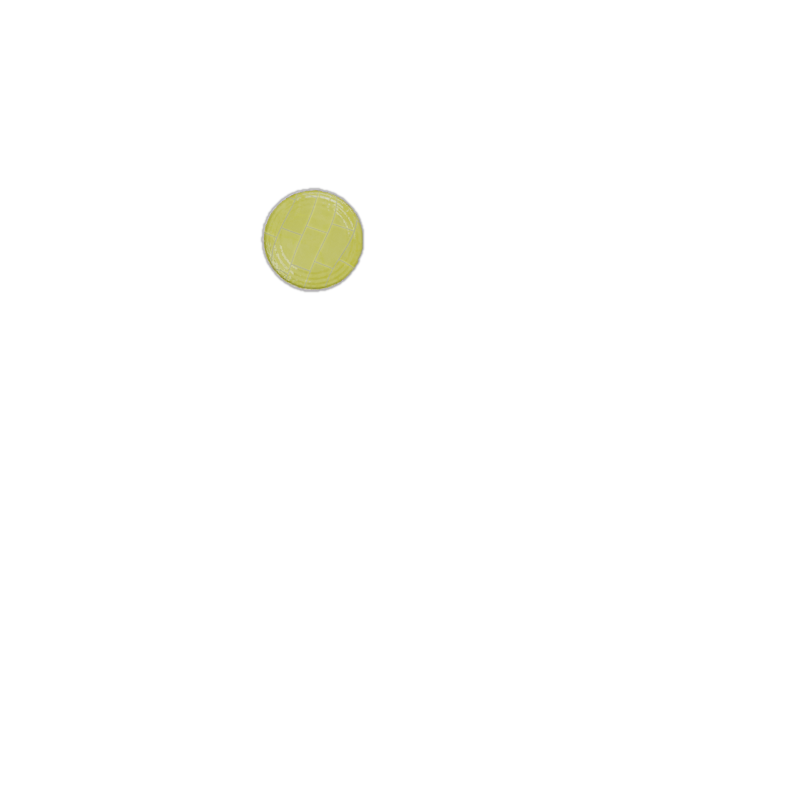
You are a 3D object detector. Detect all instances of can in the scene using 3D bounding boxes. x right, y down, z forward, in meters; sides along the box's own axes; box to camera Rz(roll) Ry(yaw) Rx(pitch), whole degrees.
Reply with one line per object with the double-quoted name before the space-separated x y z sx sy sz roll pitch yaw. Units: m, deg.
"can" -0.075 -0.136 0.952 0.086 0.087 0.033 0 -5 -1
